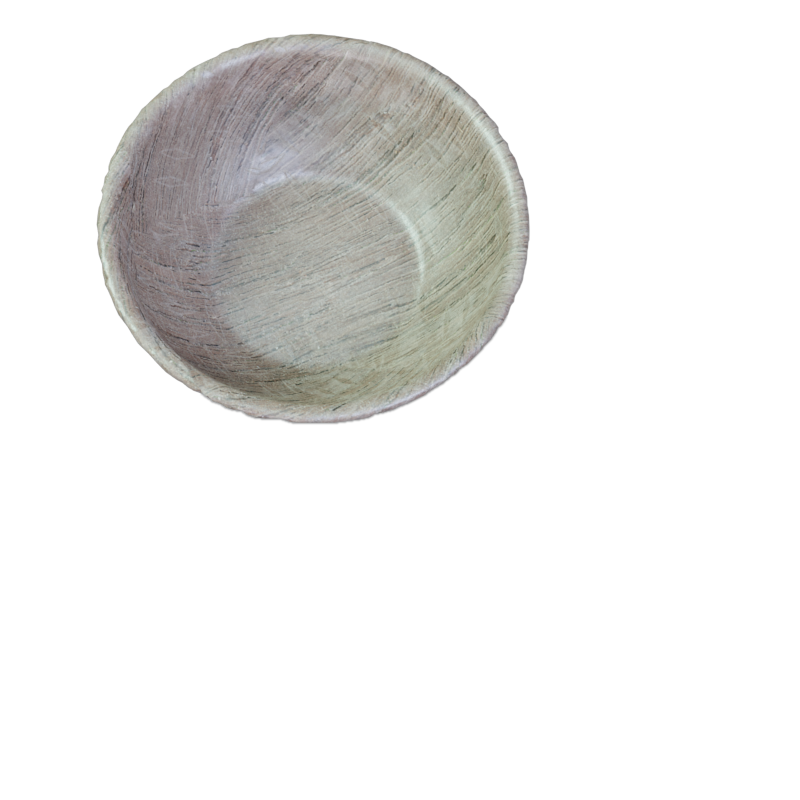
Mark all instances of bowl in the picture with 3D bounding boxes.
[{"bbox_3d":[-0.034,-0.062,0.436,0.162,0.171,0.052,-1,-24,-1],"label":"bowl"}]
